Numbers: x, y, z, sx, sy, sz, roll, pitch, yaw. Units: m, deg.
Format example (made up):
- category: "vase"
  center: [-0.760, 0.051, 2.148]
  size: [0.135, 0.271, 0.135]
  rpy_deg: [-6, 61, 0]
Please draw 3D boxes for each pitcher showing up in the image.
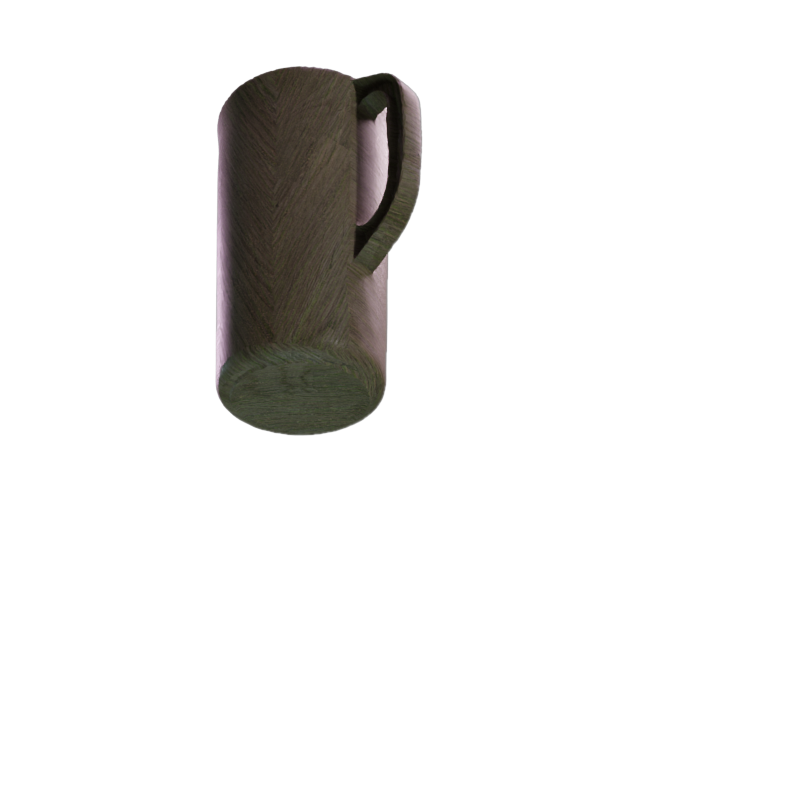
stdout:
- category: "pitcher"
  center: [-0.060, -0.109, 0.761]
  size: [0.144, 0.260, 0.139]
  rpy_deg: [0, -36, -3]
